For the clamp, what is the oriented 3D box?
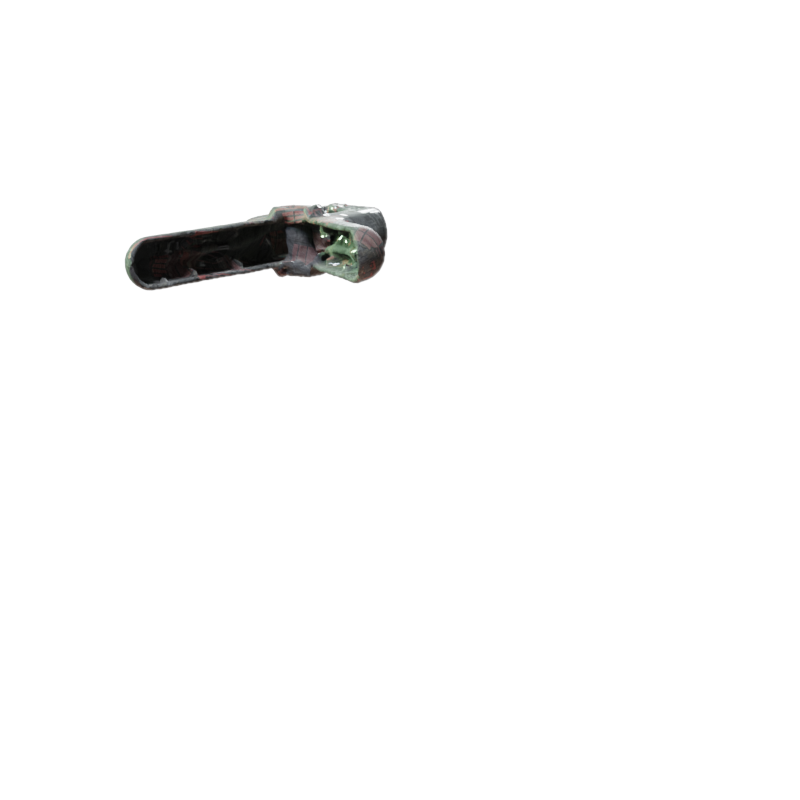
[{"bbox_3d":[-0.043,-0.079,0.554,0.124,0.038,0.171,7,19,21],"label":"clamp"}]
